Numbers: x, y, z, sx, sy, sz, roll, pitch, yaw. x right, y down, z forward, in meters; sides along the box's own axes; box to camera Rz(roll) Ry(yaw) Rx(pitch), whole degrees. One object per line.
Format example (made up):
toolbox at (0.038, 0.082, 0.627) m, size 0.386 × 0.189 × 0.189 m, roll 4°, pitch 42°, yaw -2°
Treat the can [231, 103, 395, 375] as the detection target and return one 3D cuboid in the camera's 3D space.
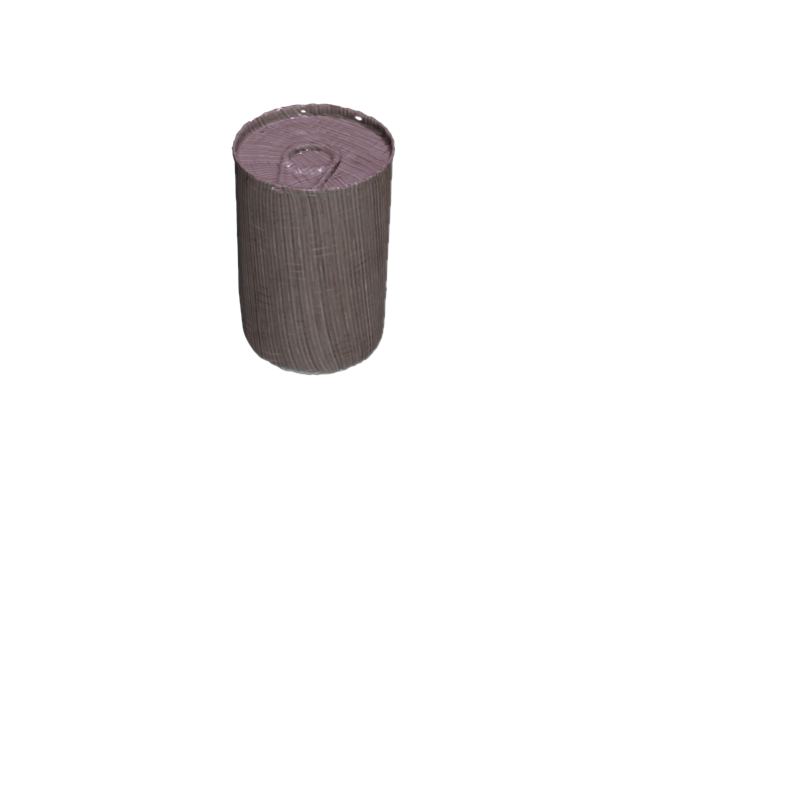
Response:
can at (-0.038, -0.070, 0.491) m, size 0.068 × 0.095 × 0.073 m, roll 0°, pitch 40°, yaw -3°
